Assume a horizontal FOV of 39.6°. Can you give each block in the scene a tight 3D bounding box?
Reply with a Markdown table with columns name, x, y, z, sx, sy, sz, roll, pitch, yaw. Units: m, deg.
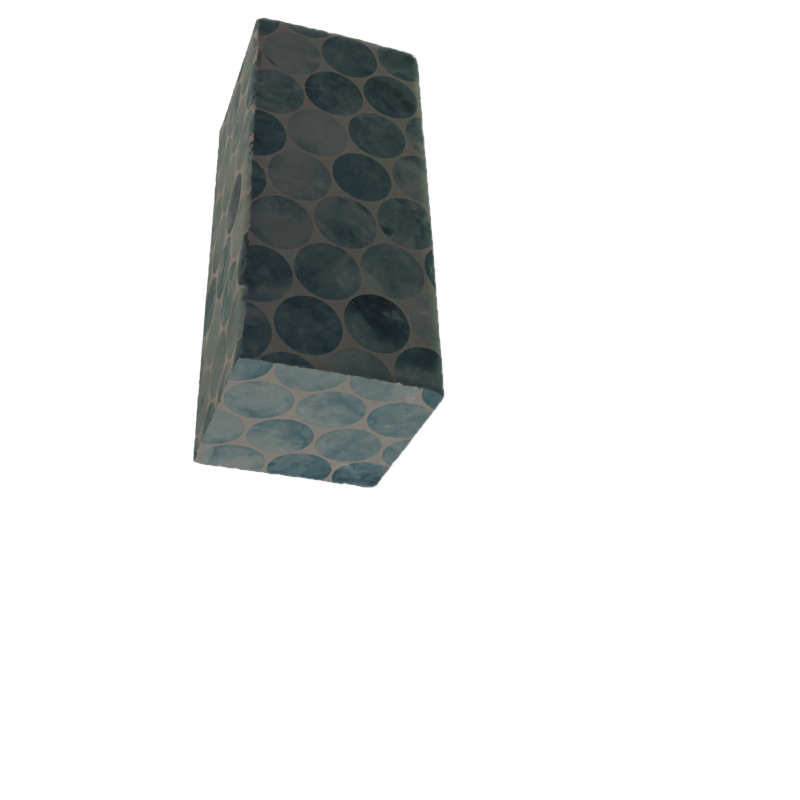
| name | x | y | z | sx | sy | sz | roll | pitch | yaw |
| --- | --- | --- | --- | --- | --- | --- | --- | --- | --- |
| block | -0.041 | -0.077 | 0.537 | 0.088 | 0.221 | 0.087 | 10 | -38 | -17 |
